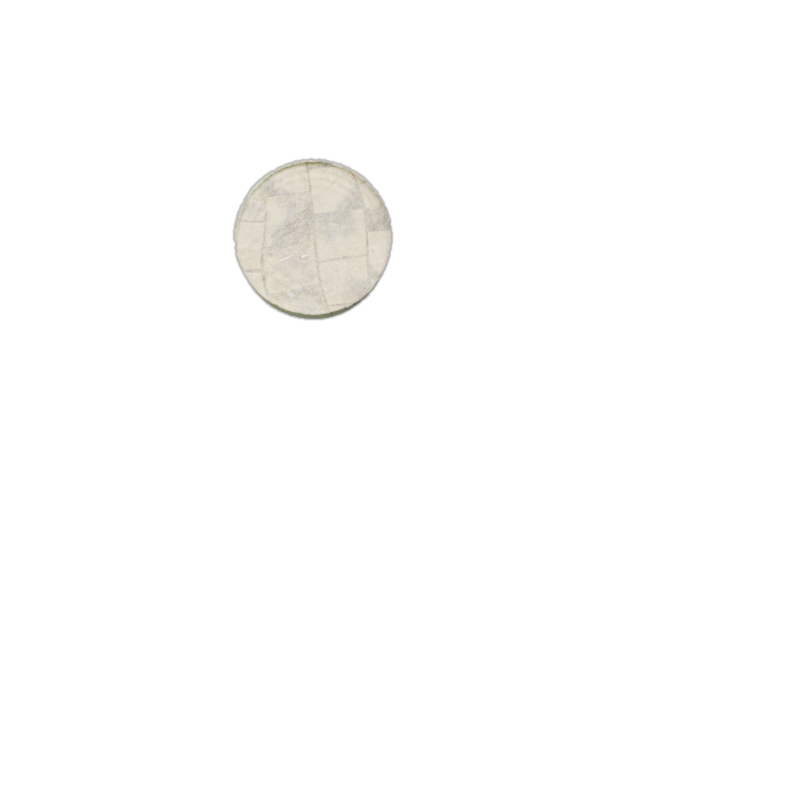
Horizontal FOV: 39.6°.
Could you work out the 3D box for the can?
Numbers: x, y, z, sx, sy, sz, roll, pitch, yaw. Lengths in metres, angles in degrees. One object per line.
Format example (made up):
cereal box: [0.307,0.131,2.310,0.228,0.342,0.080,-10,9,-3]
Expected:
can: [-0.048,-0.088,0.617,0.086,0.088,0.033,0,-9,-1]
